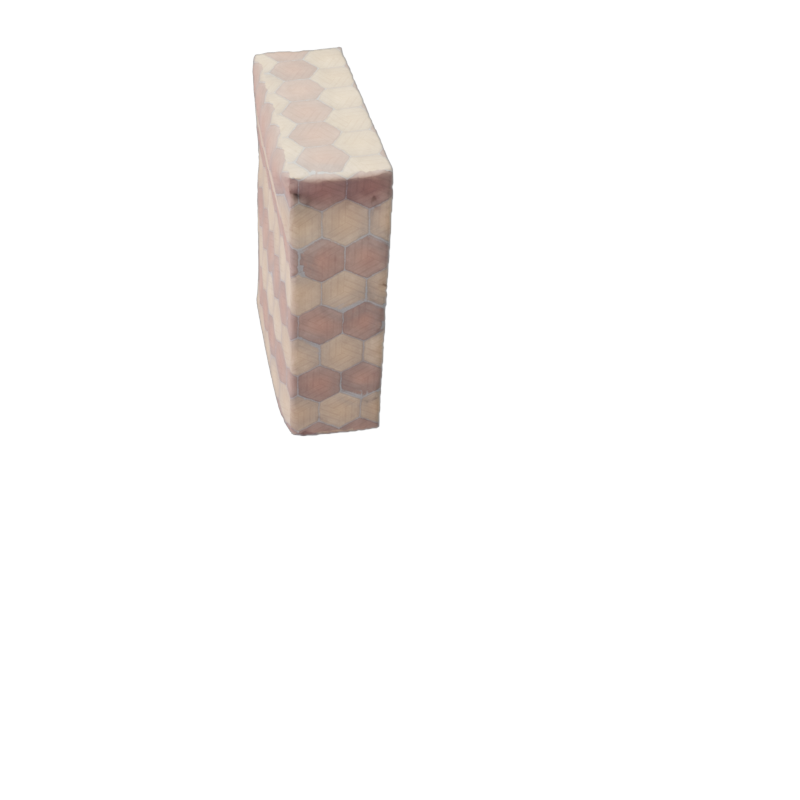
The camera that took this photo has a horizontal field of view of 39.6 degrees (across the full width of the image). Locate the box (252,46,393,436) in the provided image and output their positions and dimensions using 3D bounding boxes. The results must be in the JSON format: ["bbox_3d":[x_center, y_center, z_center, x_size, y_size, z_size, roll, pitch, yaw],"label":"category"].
[{"bbox_3d":[-0.059,-0.108,0.759,0.071,0.200,0.177,-6,40,-11],"label":"box"}]
